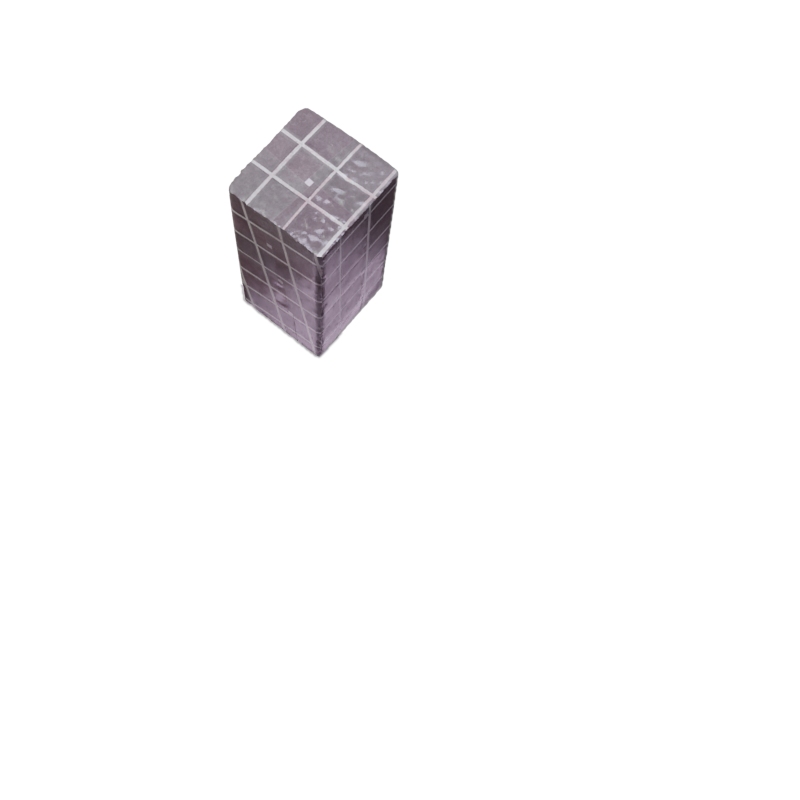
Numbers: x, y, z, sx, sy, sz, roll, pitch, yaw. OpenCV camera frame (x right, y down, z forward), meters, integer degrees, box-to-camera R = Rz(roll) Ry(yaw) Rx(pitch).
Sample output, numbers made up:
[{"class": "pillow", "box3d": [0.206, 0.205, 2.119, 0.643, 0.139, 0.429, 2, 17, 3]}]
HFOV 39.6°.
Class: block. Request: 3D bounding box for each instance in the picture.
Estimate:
[{"class": "block", "box3d": [-0.069, -0.125, 0.874, 0.093, 0.092, 0.197, 37, -17, 9]}]
